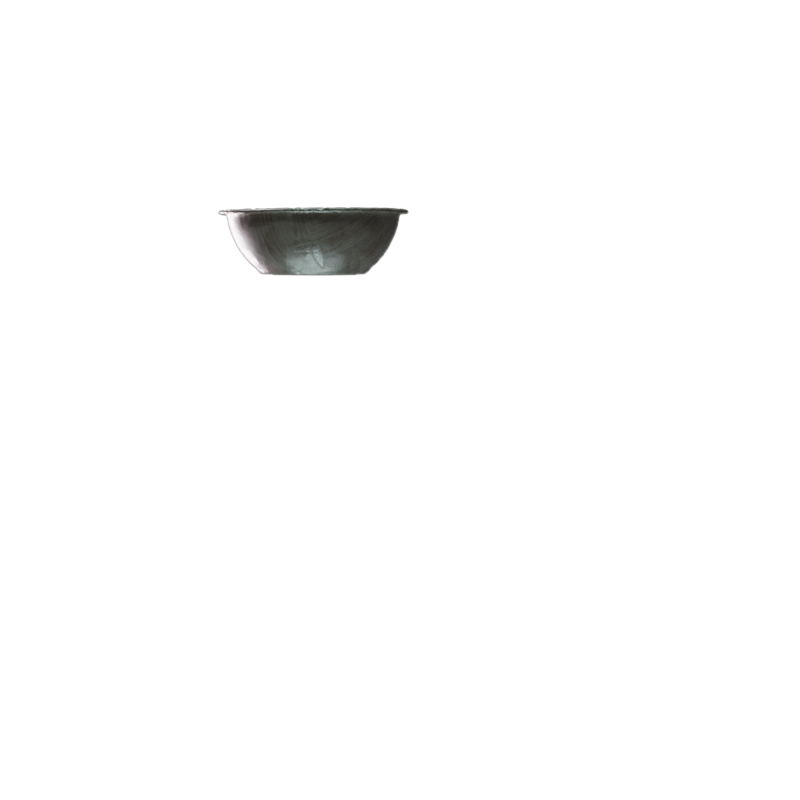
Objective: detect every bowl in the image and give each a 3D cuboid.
[{"bbox_3d":[-0.074,-0.135,0.943,0.162,0.055,0.164,0,8,-2],"label":"bowl"}]
